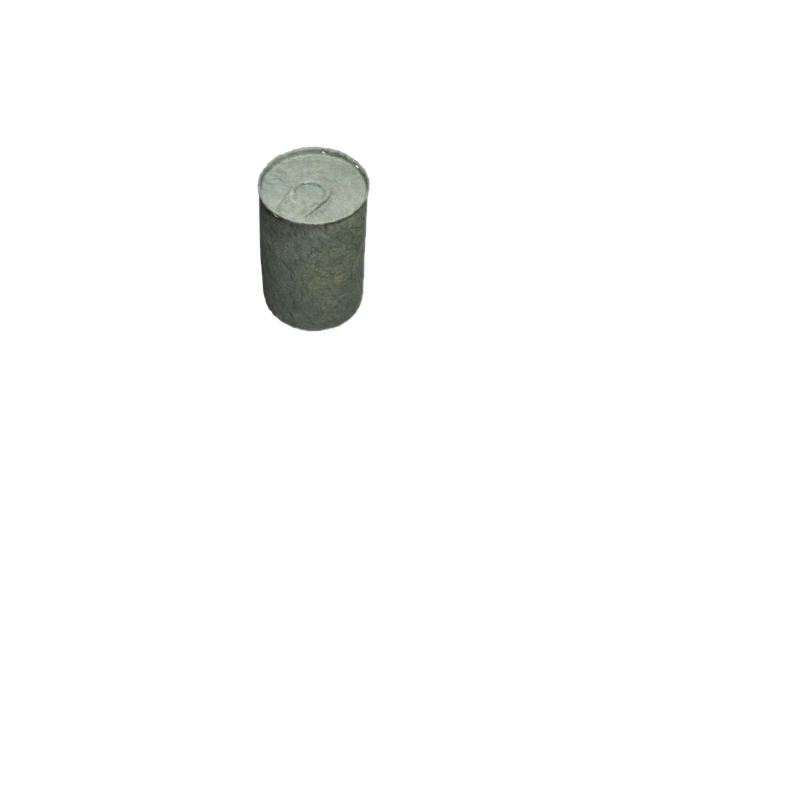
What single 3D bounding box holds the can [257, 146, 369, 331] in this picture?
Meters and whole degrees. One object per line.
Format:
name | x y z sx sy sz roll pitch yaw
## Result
can | -0.055 -0.101 0.705 0.068 0.074 0.095 0 -40 -3
